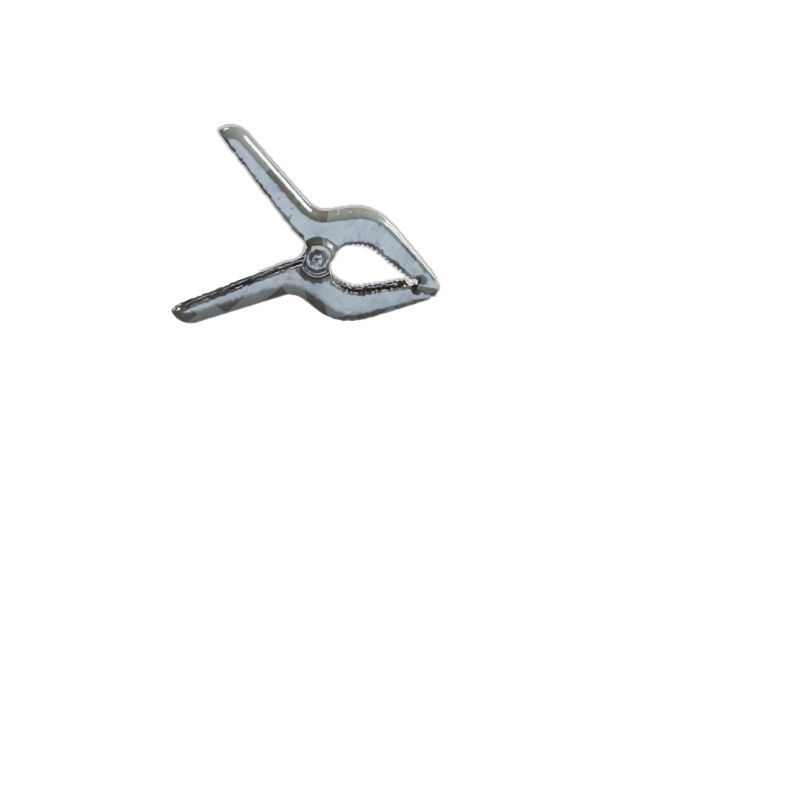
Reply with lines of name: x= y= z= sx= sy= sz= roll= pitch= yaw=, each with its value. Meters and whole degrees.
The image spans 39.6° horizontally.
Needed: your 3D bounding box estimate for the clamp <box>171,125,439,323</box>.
clamp: x=-0.069 y=-0.127 z=0.887 sx=0.209 sy=0.159 sz=0.038 roll=9 pitch=15 yaw=-3
